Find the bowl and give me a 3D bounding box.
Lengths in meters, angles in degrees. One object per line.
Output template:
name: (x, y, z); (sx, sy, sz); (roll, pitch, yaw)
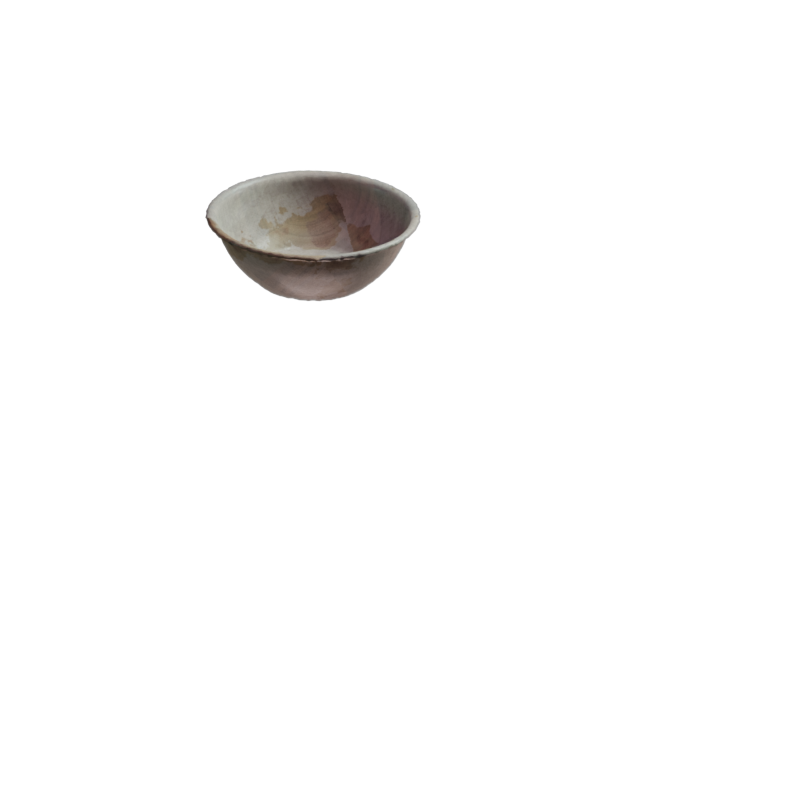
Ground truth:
bowl: (-0.066, -0.121, 0.847); (0.162, 0.052, 0.172); (-1, 32, -2)
